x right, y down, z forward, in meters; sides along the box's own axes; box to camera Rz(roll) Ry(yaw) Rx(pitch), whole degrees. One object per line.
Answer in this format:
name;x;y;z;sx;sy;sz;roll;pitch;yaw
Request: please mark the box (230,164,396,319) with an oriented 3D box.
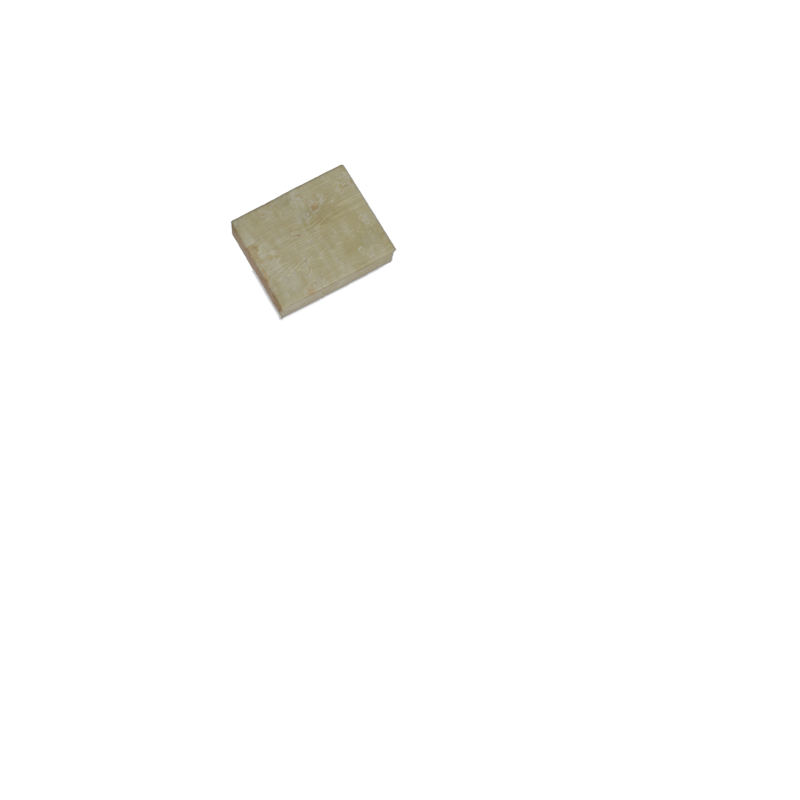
box;-0.074;-0.134;0.941;0.113;0.094;0.037;-29;-15;-10
